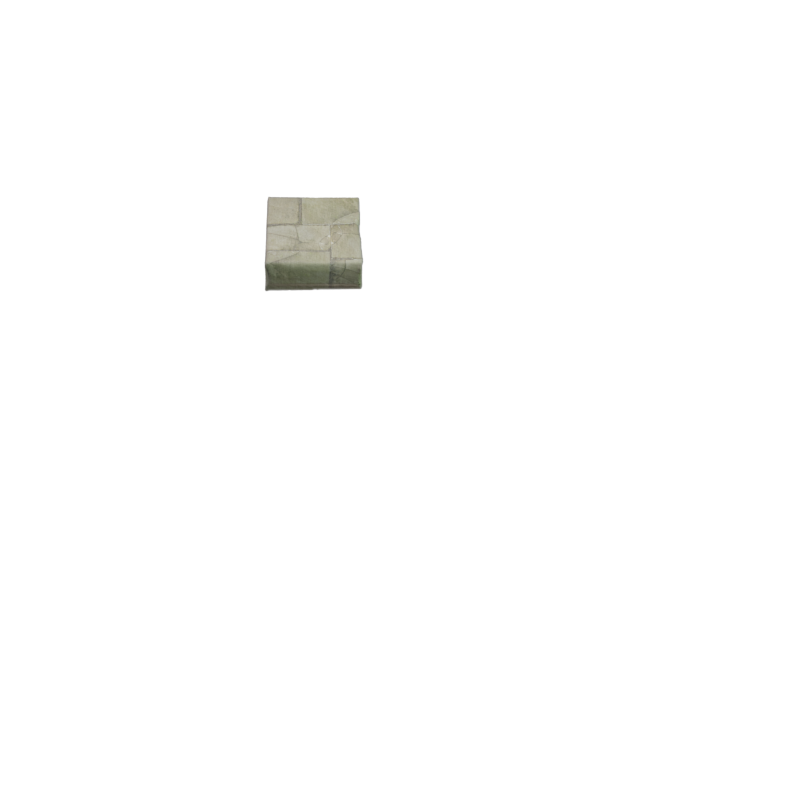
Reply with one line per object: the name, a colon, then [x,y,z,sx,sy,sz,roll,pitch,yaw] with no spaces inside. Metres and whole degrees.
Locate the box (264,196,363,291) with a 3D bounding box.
box: [-0.066,-0.121,0.848,0.073,0.028,0.096,-1,41,-2]
